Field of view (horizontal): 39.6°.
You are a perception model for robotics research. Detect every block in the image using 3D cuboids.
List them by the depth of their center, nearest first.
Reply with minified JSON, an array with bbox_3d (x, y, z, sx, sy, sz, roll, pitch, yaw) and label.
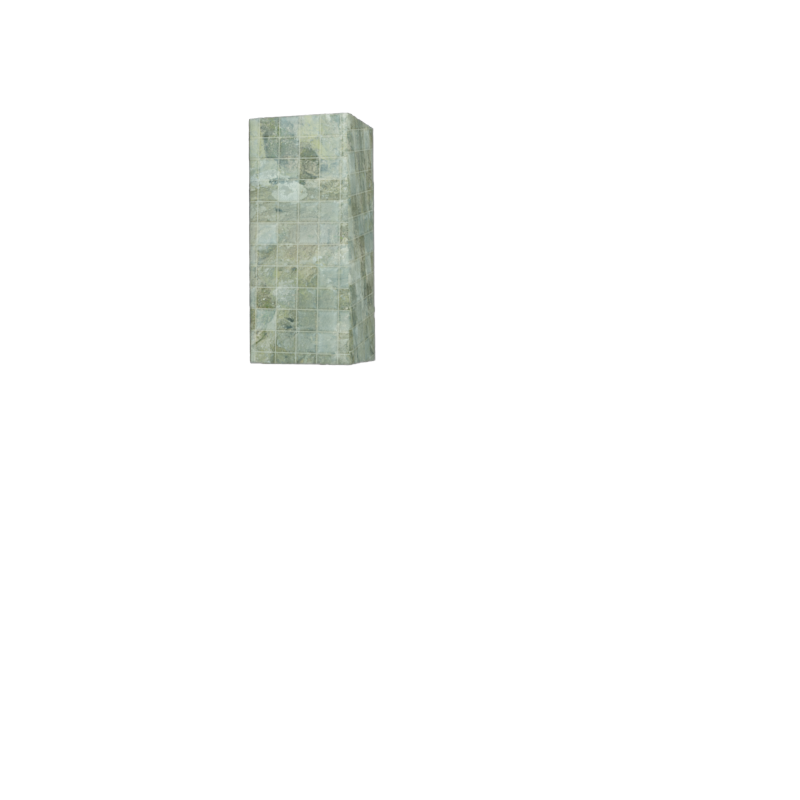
[{"bbox_3d":[-0.075,-0.136,0.954,0.092,0.208,0.088,-1,-2,15],"label":"block"}]
